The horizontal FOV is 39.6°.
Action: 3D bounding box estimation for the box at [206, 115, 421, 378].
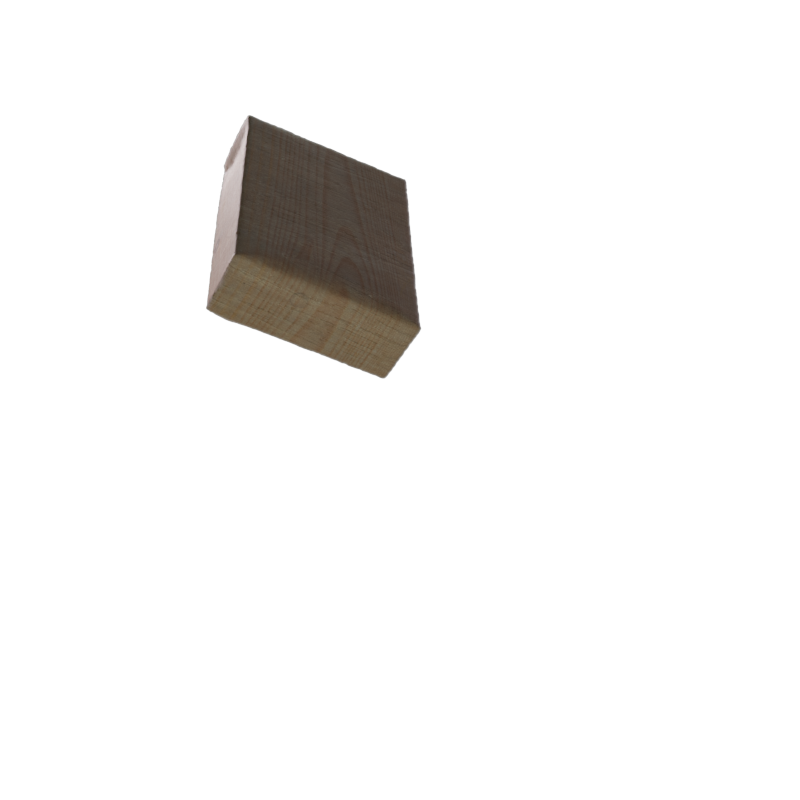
[{"bbox_3d":[-0.074,-0.136,0.949,0.159,0.069,0.229,19,37,-18],"label":"box"}]
